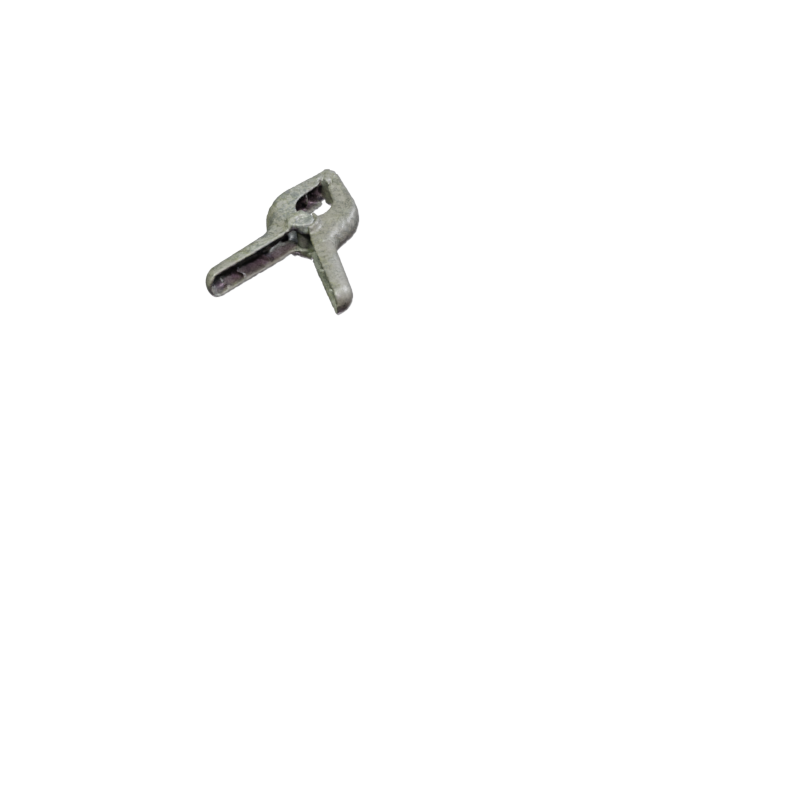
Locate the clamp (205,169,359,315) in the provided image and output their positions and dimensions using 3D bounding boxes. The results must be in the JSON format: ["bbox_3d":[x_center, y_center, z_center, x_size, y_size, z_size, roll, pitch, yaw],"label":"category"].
[{"bbox_3d":[-0.072,-0.132,0.923,0.124,0.036,0.178,17,49,15],"label":"clamp"}]
